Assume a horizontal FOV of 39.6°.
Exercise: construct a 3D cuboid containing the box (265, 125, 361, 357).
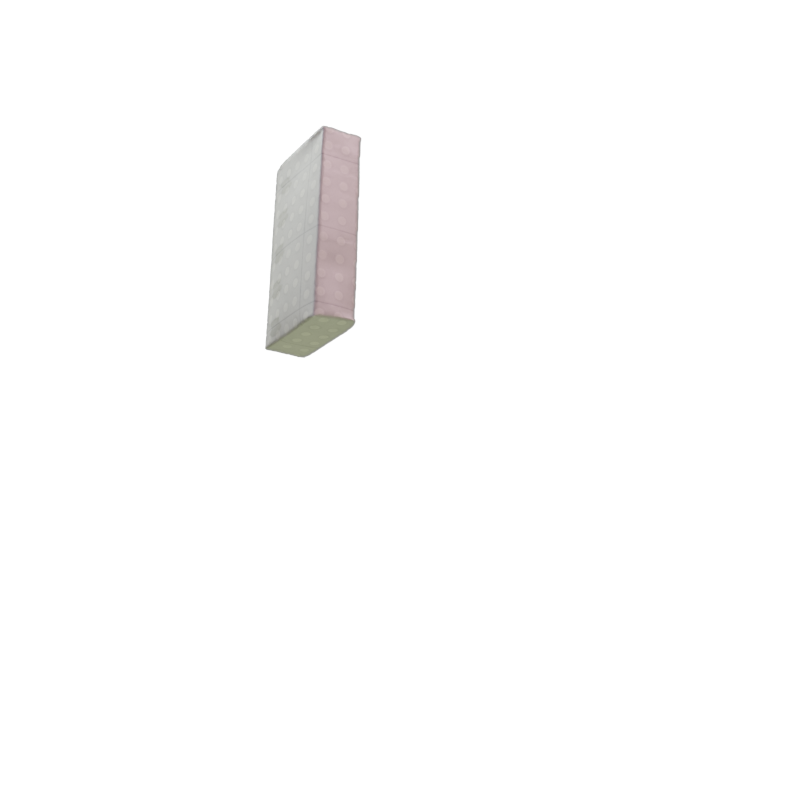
[{"bbox_3d":[-0.074,-0.135,0.944,0.046,0.186,0.092,12,-26,-29],"label":"box"}]
